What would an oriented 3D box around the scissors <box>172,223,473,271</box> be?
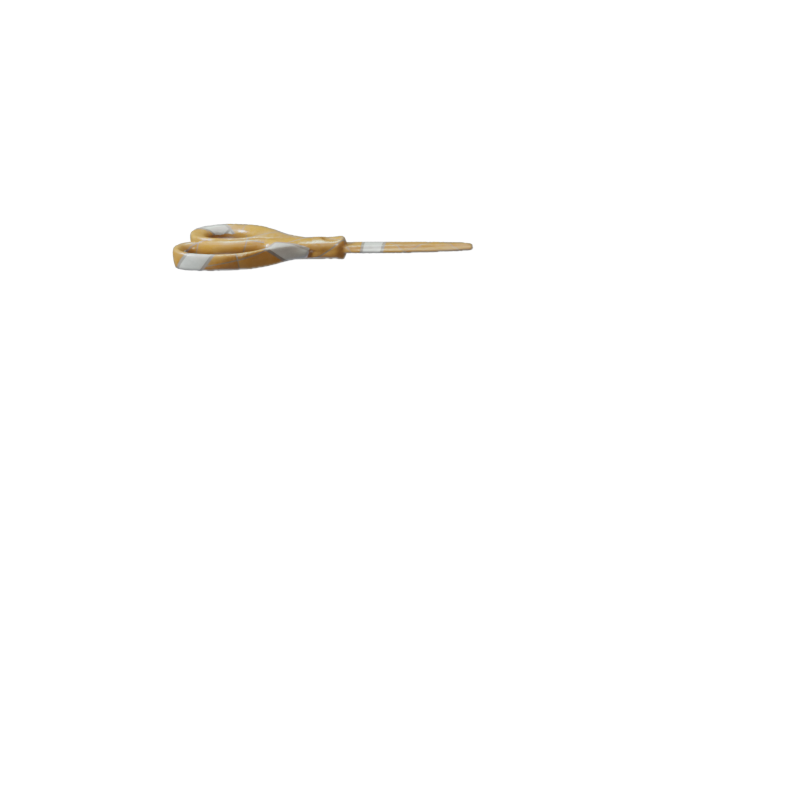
[{"bbox_3d":[-0.061,-0.111,0.775,0.198,0.015,0.102,-7,23,-16],"label":"scissors"}]
